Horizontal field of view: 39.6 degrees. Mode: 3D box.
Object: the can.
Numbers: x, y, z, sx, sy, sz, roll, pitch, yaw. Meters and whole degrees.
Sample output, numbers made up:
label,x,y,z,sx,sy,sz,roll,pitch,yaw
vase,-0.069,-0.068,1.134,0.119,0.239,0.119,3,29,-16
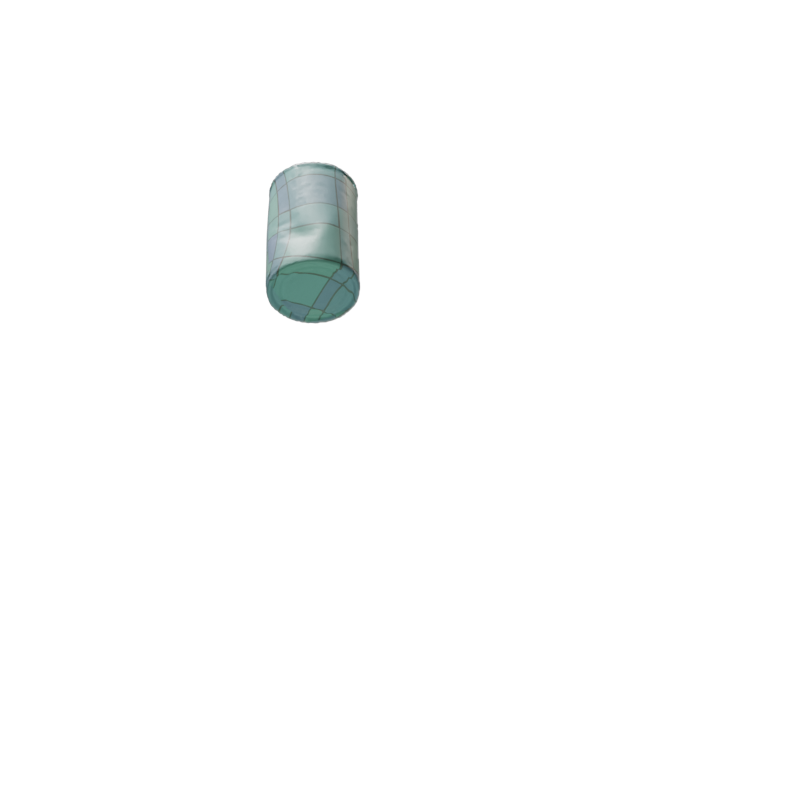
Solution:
label,x,y,z,sx,sy,sz,roll,pitch,yaw
can,-0.063,-0.115,0.809,0.068,0.110,0.064,-1,-41,-3
